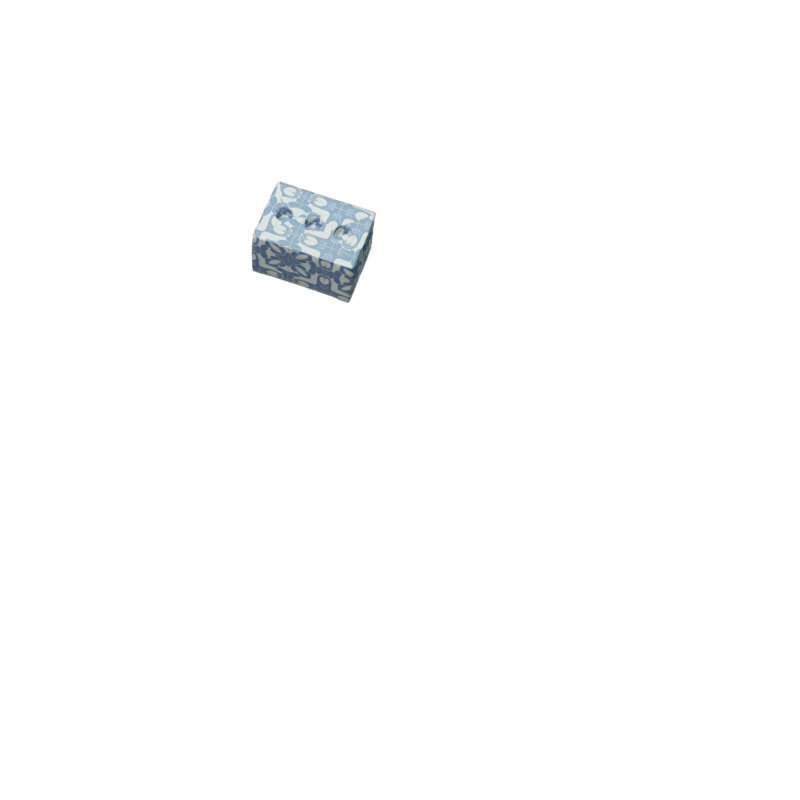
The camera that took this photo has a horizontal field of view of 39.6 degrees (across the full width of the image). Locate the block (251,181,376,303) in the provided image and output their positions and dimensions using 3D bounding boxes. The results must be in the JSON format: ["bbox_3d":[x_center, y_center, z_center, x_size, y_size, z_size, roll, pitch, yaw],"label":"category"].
[{"bbox_3d":[-0.063,-0.115,0.803,0.079,0.055,0.048,18,-27,9],"label":"block"}]
